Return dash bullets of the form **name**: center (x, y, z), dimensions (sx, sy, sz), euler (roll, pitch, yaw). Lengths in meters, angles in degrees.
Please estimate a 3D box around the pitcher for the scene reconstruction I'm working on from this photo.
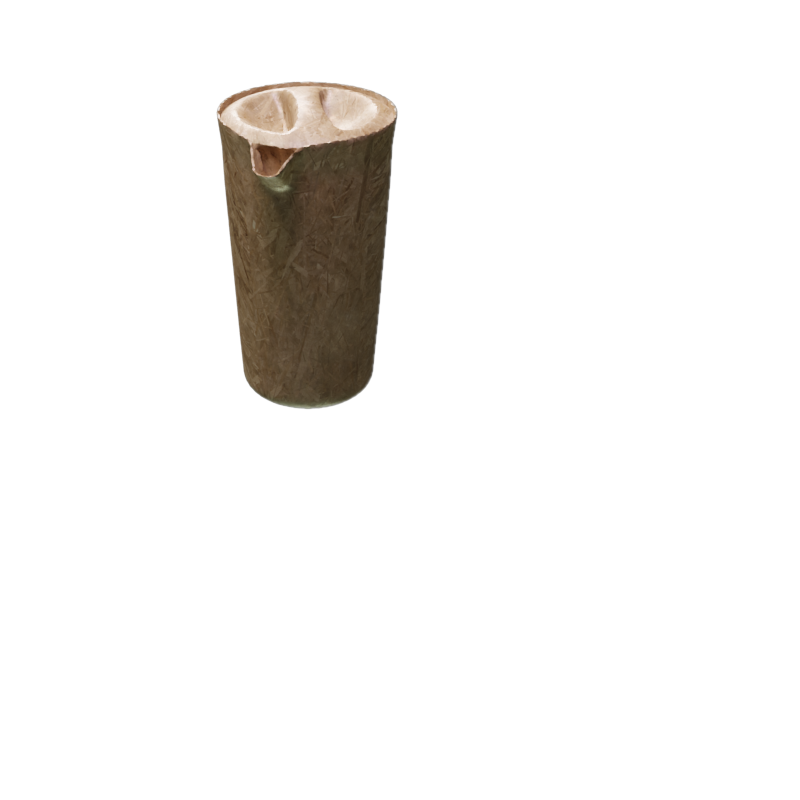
- **pitcher**: center (-0.069, -0.125, 0.877), dimensions (0.147, 0.229, 0.156), euler (-14, 34, -25)
